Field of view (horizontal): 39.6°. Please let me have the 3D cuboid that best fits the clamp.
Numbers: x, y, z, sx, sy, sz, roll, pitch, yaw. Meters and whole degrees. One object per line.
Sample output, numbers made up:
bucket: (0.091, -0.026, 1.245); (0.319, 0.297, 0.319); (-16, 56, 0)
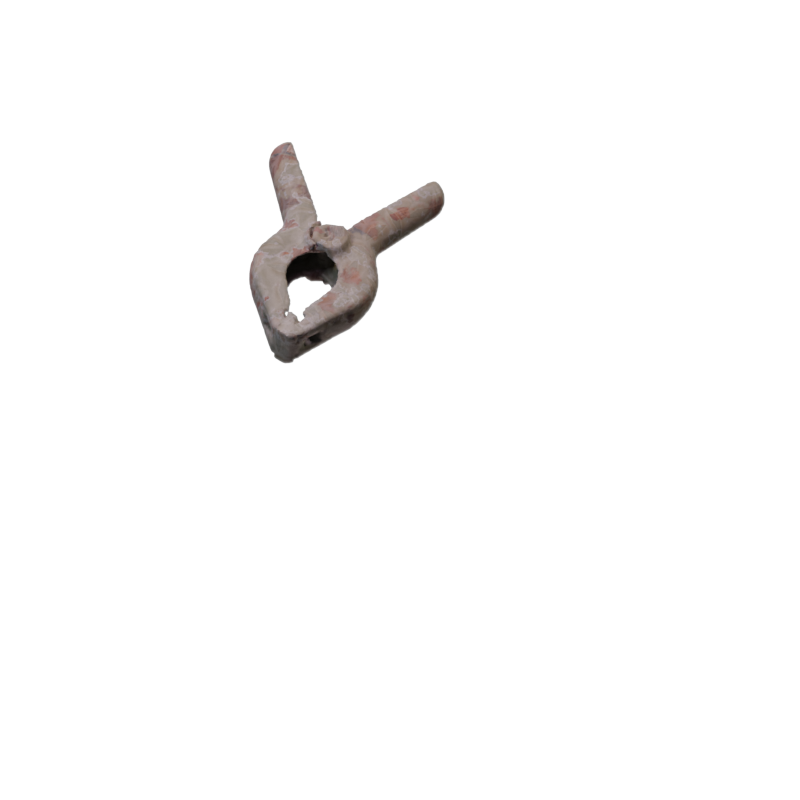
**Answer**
clamp: (-0.055, -0.100, 0.703); (0.124, 0.036, 0.178); (18, 49, 16)
